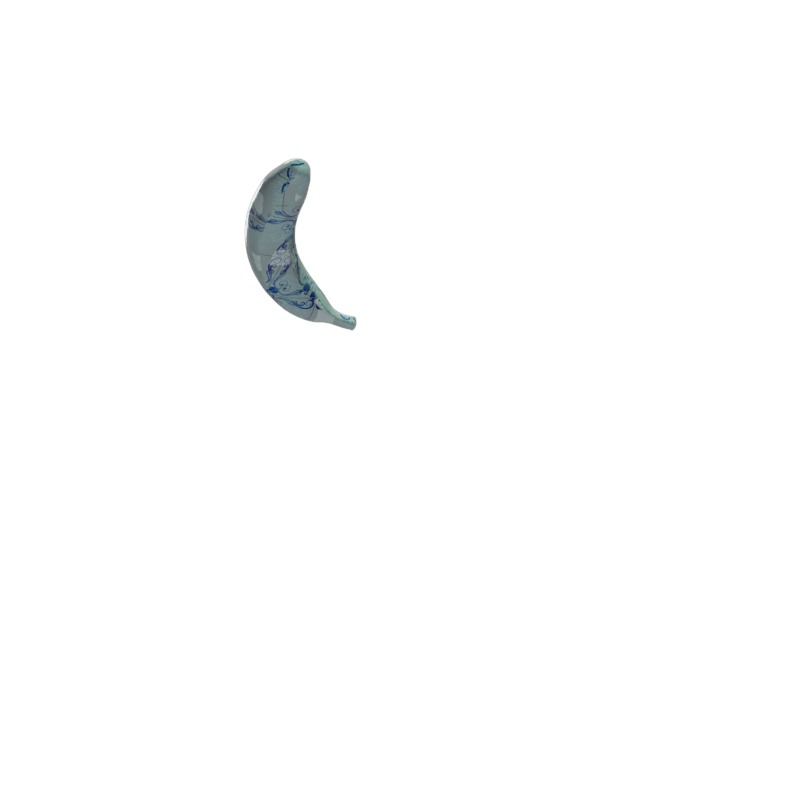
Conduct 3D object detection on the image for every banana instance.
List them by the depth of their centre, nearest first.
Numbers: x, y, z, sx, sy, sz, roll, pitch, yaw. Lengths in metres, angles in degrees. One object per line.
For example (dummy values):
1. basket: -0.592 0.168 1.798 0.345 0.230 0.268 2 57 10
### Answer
1. banana: -0.083 -0.114 0.834 0.070 0.039 0.183 -6 -32 8
